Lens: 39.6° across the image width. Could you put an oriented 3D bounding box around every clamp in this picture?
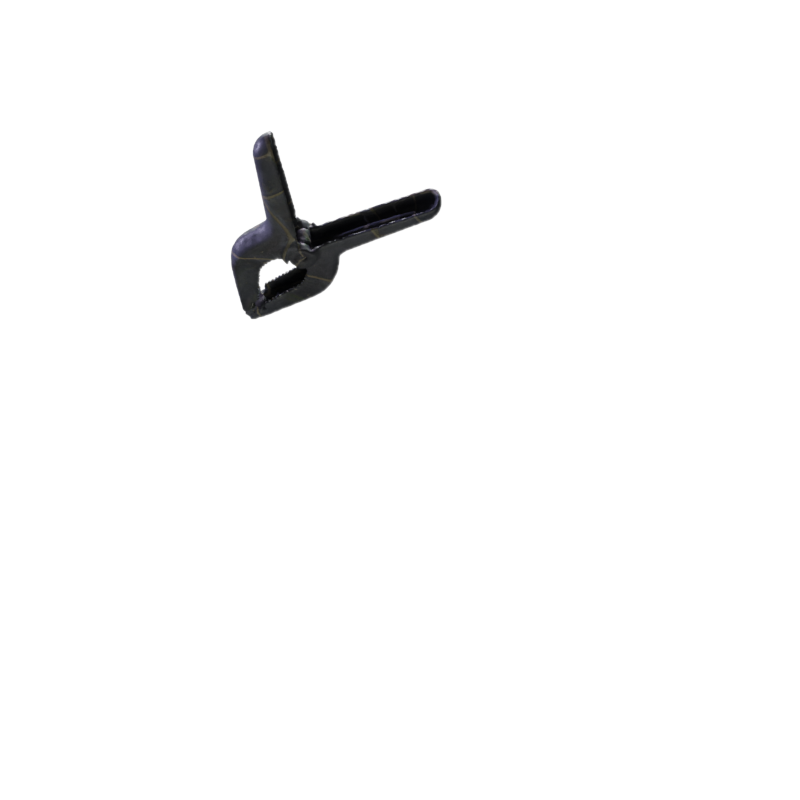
[{"bbox_3d":[-0.073,-0.134,0.938,0.160,0.039,0.202,14,-38,-18],"label":"clamp"}]
